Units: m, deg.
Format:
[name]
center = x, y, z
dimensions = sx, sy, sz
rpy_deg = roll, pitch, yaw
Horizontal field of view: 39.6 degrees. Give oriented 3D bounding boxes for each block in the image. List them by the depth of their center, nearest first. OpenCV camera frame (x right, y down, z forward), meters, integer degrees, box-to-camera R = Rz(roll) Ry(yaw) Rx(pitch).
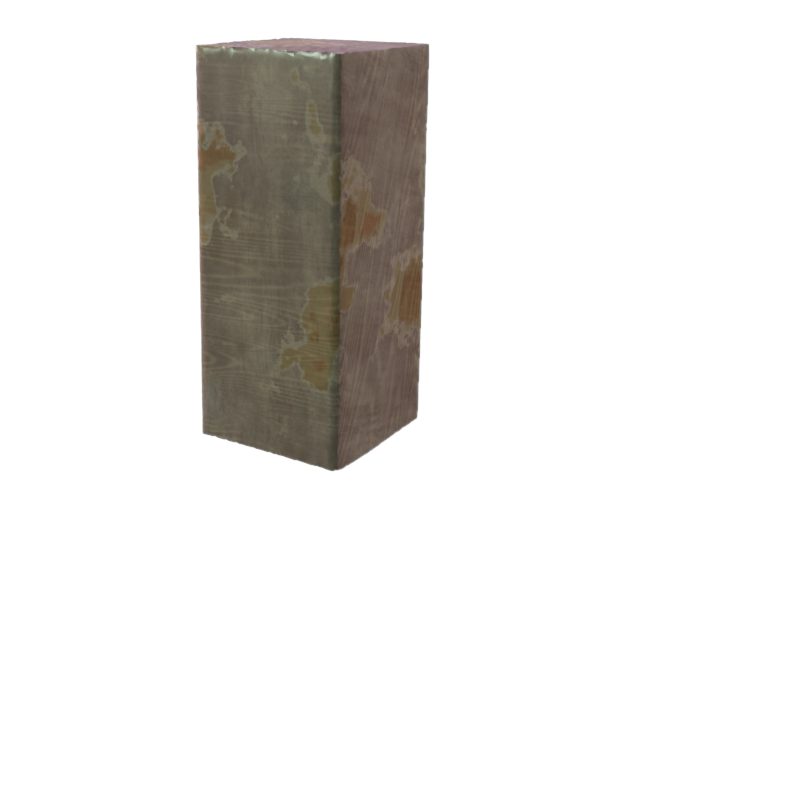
[block]
center = -0.045, -0.083, 0.584
dimensions = 0.095, 0.199, 0.089
rpy_deg = 10, 17, 30
